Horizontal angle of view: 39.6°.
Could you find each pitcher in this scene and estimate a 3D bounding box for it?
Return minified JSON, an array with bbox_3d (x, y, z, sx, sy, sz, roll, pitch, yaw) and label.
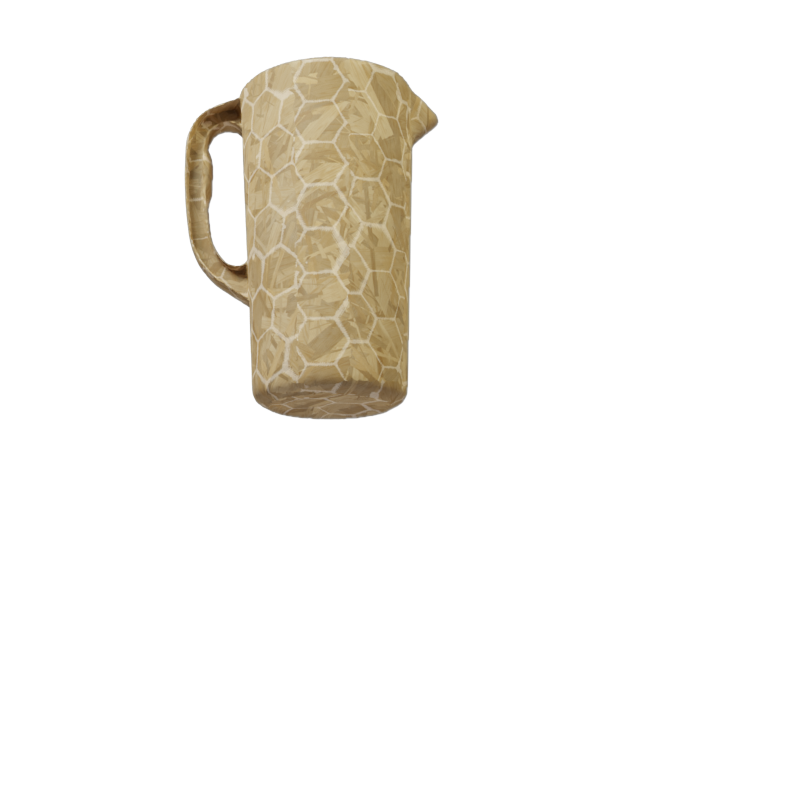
[{"bbox_3d":[-0.063,-0.115,0.804,0.152,0.254,0.136,-16,-23,39],"label":"pitcher"}]
